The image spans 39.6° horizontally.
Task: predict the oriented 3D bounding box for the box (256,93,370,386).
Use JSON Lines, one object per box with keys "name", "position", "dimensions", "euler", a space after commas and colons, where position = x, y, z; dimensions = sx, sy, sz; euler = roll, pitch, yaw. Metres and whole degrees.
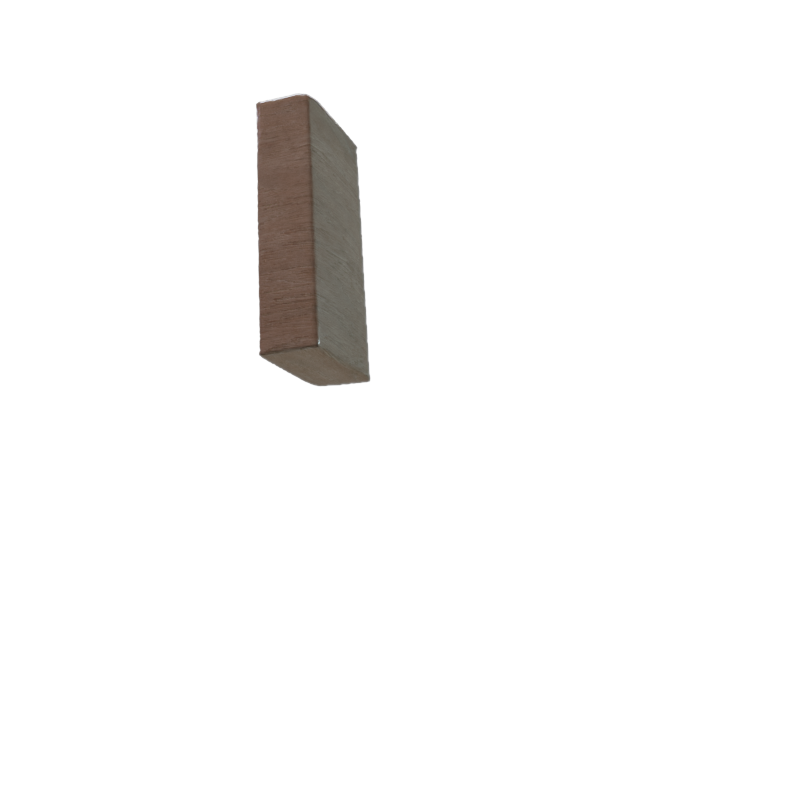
{"name": "box", "position": [-0.057, -0.105, 0.732], "dimensions": [0.049, 0.185, 0.087], "euler": [-9, -20, 19]}
